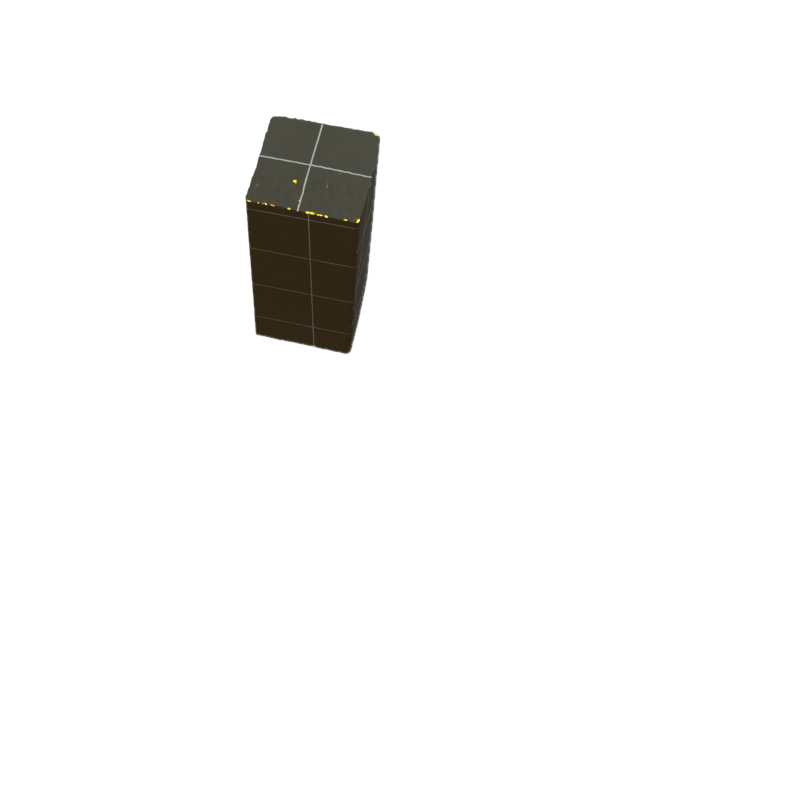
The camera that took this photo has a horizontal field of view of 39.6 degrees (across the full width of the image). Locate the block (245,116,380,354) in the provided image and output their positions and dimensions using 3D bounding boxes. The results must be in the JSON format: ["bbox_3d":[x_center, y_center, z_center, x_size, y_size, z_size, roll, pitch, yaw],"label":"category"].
[{"bbox_3d":[-0.073,-0.134,0.935,0.091,0.095,0.194,12,-29,3],"label":"block"}]
